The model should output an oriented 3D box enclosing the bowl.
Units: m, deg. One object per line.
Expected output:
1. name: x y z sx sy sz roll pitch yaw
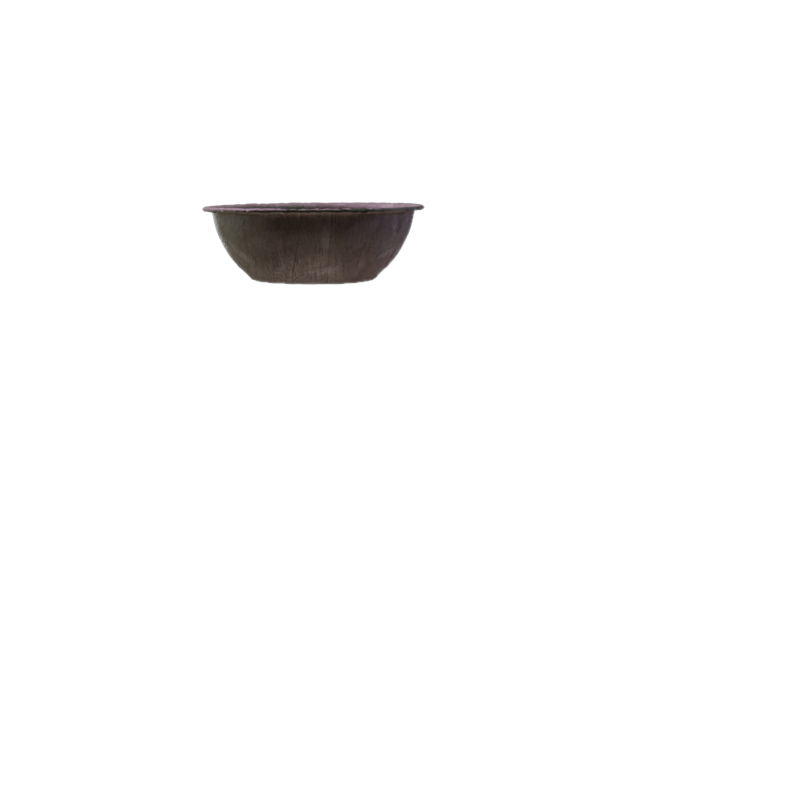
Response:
1. bowl: -0.063 -0.116 0.810 0.162 0.054 0.165 0 11 -2
